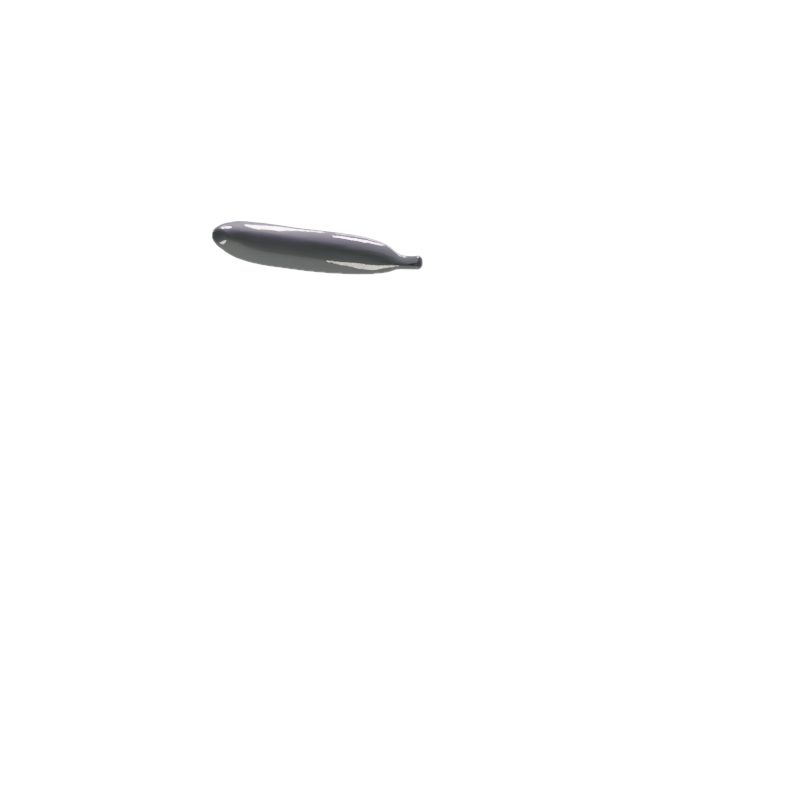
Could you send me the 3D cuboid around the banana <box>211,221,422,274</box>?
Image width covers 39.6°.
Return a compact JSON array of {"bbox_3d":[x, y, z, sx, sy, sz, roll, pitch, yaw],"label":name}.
[{"bbox_3d":[-0.081,-0.136,0.981,0.191,0.038,0.070,3,-8,-25],"label":"banana"}]
